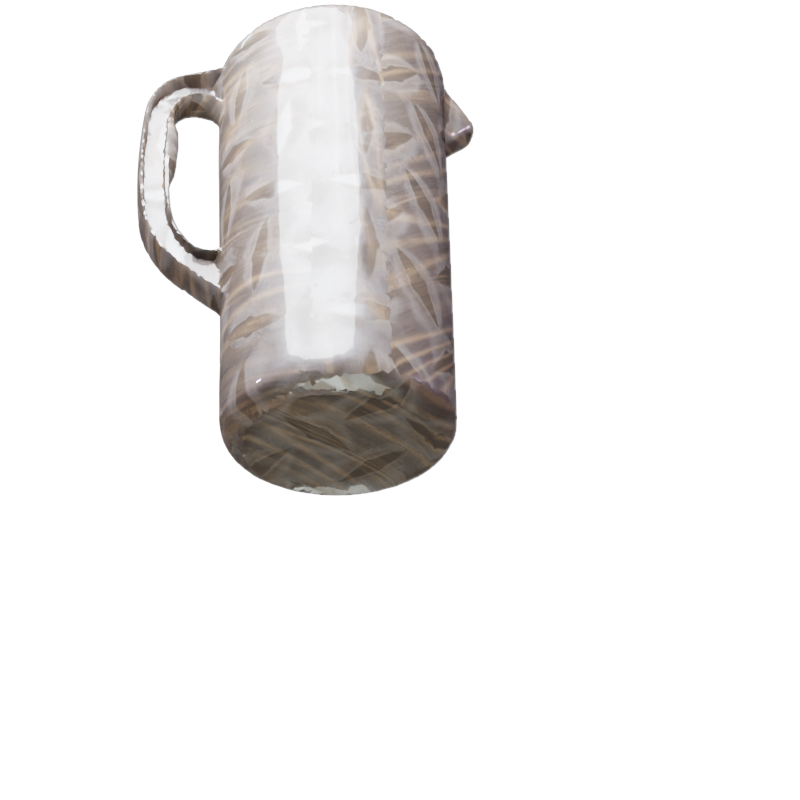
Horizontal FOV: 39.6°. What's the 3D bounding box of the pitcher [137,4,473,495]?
[{"bbox_3d":[-0.045,-0.082,0.574,0.150,0.261,0.134,-22,-42,23],"label":"pitcher"}]
